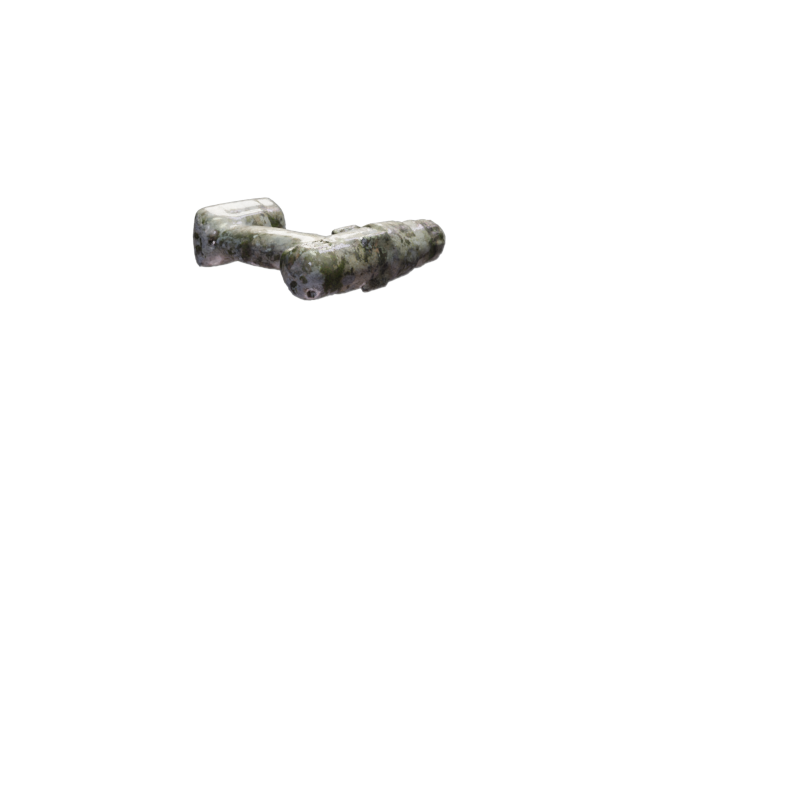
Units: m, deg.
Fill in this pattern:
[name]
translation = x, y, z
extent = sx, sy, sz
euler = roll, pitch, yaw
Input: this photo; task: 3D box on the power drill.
[power drill]
translation = -0.077, -0.140, 0.984
extent = 0.198, 0.055, 0.181
euler = 15, 23, 39
